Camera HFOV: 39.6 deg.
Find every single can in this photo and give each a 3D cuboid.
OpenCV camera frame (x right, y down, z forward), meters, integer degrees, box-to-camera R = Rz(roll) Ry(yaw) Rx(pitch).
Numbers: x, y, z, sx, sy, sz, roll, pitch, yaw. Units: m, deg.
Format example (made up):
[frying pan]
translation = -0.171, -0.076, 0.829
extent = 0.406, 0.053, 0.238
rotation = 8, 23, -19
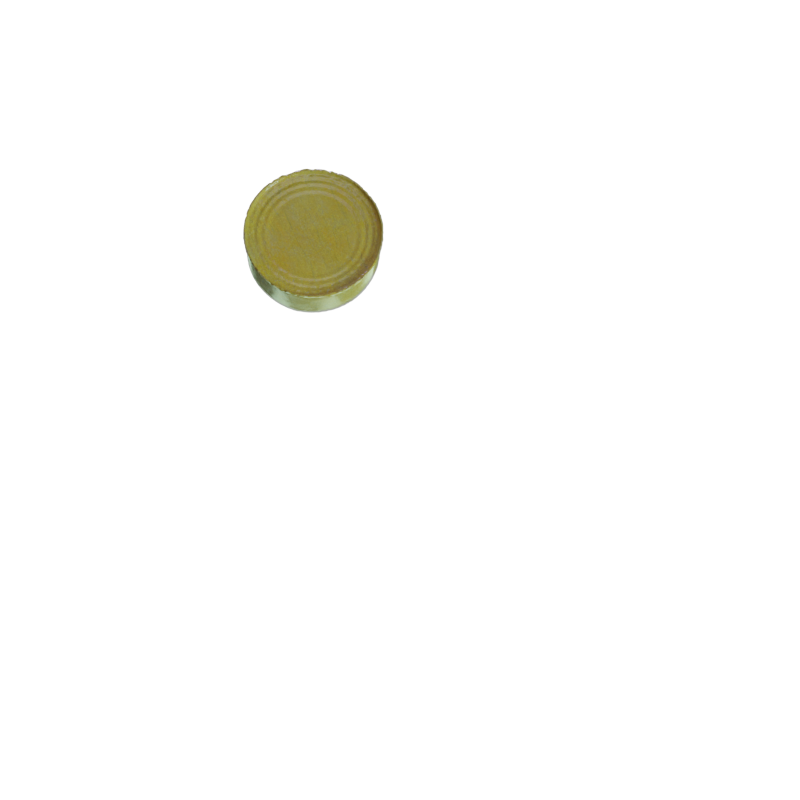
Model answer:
[can]
translation = -0.054, -0.099, 0.692
extent = 0.086, 0.090, 0.032
rotation = -1, -22, -1
